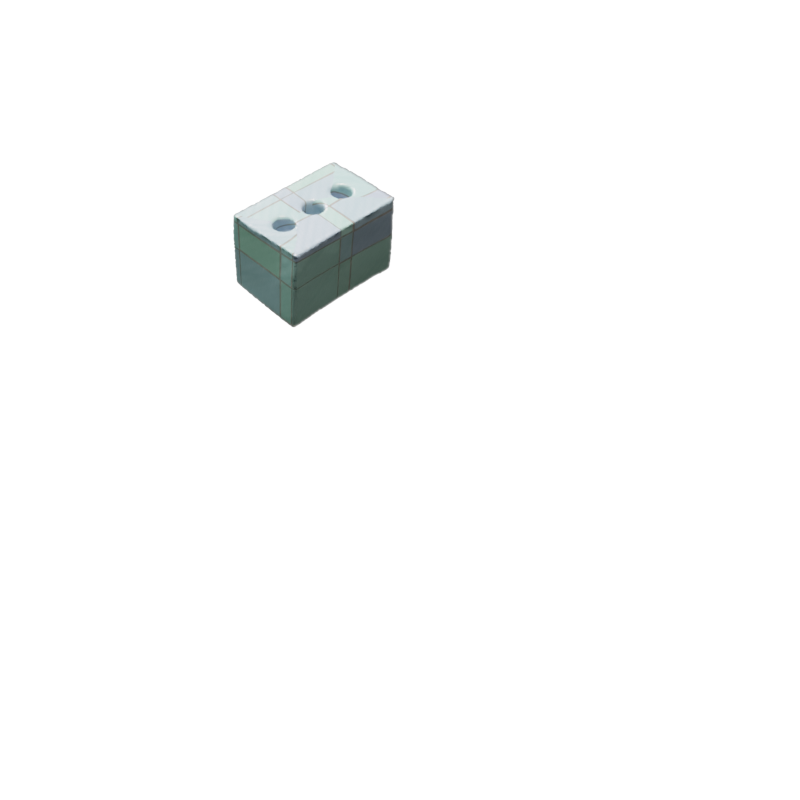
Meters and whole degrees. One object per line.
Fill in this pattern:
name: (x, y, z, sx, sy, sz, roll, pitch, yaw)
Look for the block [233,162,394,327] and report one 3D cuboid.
block: (-0.049, -0.090, 0.629, 0.056, 0.048, 0.078, 34, 53, 30)
